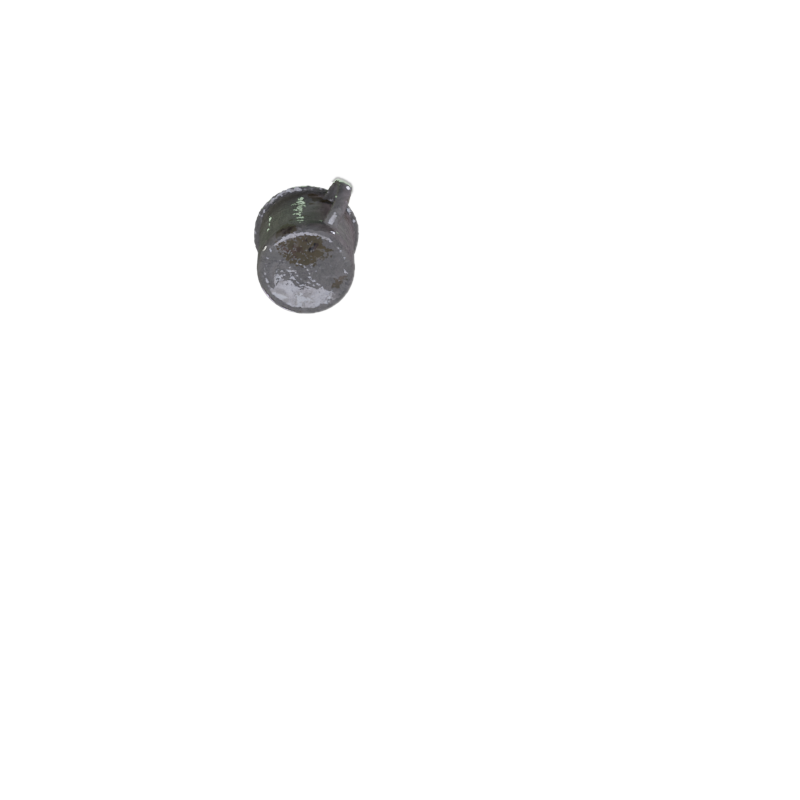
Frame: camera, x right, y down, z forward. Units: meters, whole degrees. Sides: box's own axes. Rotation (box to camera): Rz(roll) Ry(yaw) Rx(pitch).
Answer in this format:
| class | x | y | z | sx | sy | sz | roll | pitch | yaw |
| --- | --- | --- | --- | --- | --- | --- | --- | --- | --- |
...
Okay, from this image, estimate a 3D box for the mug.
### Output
| class | x | y | z | sx | sy | sz | roll | pitch | yaw |
| --- | --- | --- | --- | --- | --- | --- | --- | --- | --- |
| mug | -0.074 | -0.134 | 0.941 | 0.090 | 0.114 | 0.086 | 29 | 22 | -16 |
